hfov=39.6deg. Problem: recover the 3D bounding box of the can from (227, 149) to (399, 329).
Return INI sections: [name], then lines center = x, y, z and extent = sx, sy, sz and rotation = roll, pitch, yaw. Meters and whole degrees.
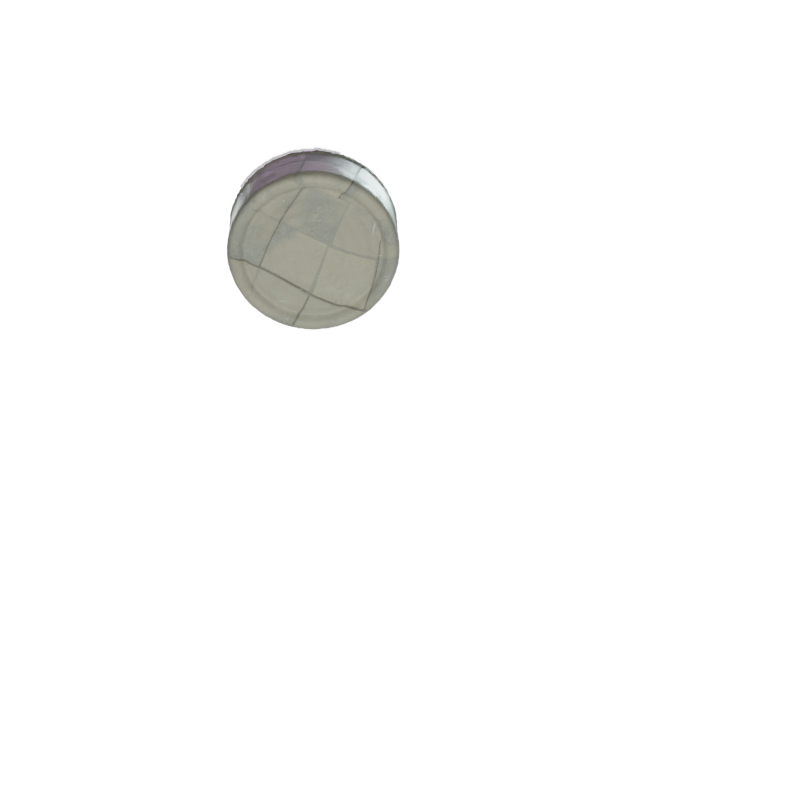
[can]
center = -0.043, -0.079, 0.553
extent = 0.086, 0.081, 0.035
rotation = 1, 27, -1
